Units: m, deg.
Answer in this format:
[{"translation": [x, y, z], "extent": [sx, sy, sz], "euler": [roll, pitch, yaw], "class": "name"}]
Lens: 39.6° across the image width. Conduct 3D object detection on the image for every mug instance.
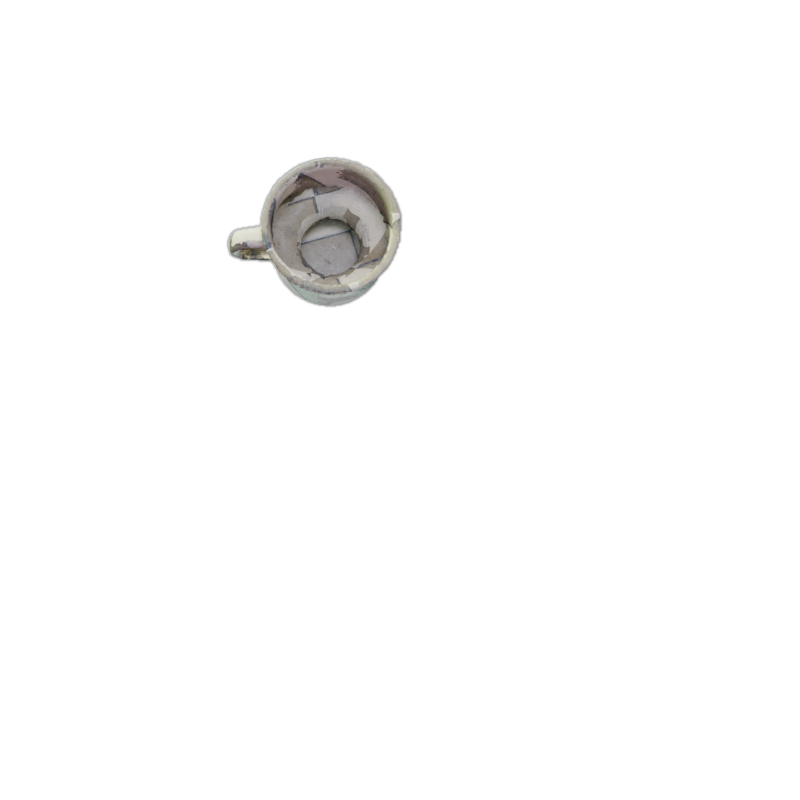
[{"translation": [-0.060, -0.110, 0.769], "extent": [0.117, 0.096, 0.079], "euler": [-8, -10, -3], "class": "mug"}]
